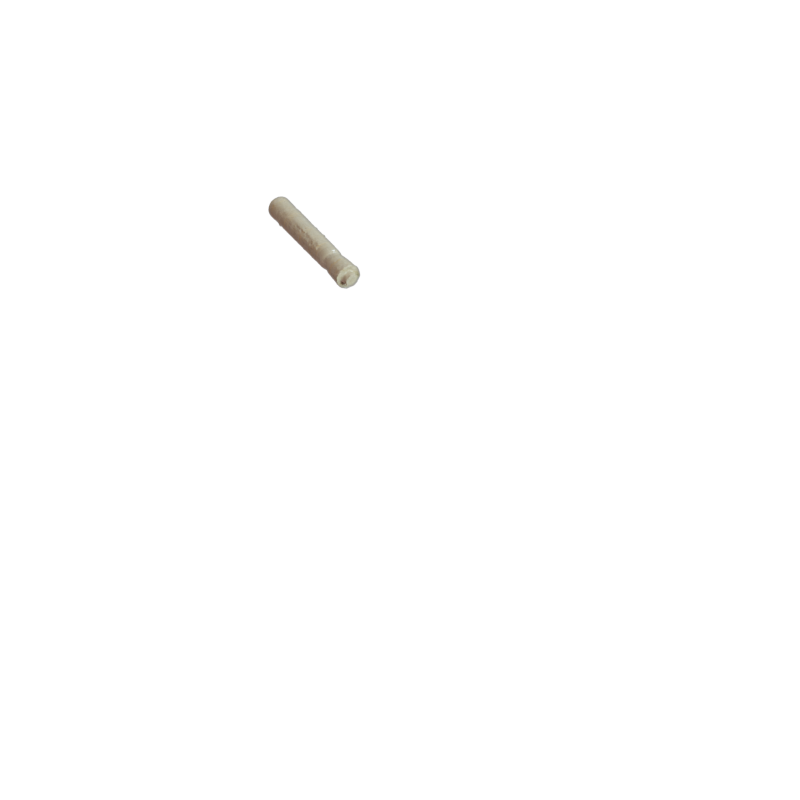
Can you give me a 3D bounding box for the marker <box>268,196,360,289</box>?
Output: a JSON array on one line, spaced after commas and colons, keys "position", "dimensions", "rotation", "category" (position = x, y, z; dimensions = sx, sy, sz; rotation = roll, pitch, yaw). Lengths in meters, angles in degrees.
[{"position": [-0.064, -0.117, 0.820], "dimensions": [0.019, 0.019, 0.131], "rotation": [-2, 33, -32], "category": "marker"}]
